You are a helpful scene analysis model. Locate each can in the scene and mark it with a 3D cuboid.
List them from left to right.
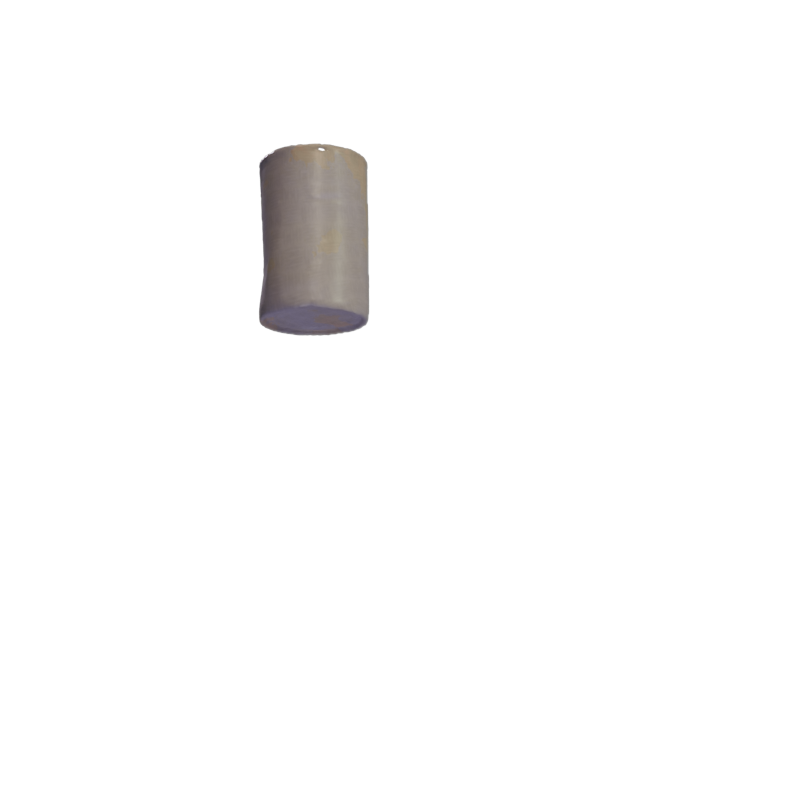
[{"bbox_3d":[-0.053,-0.097,0.677,0.068,0.107,0.066,0,-17,-2],"label":"can"}]
